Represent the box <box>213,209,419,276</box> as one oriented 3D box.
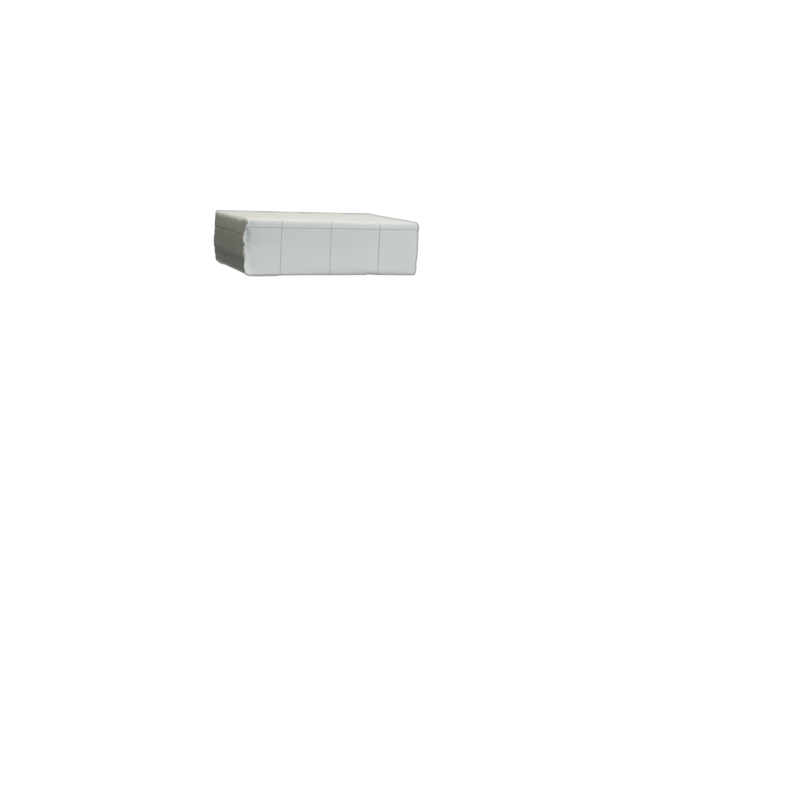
[{"bbox_3d":[-0.056,-0.101,0.711,0.111,0.038,0.093,-4,12,-19],"label":"box"}]
